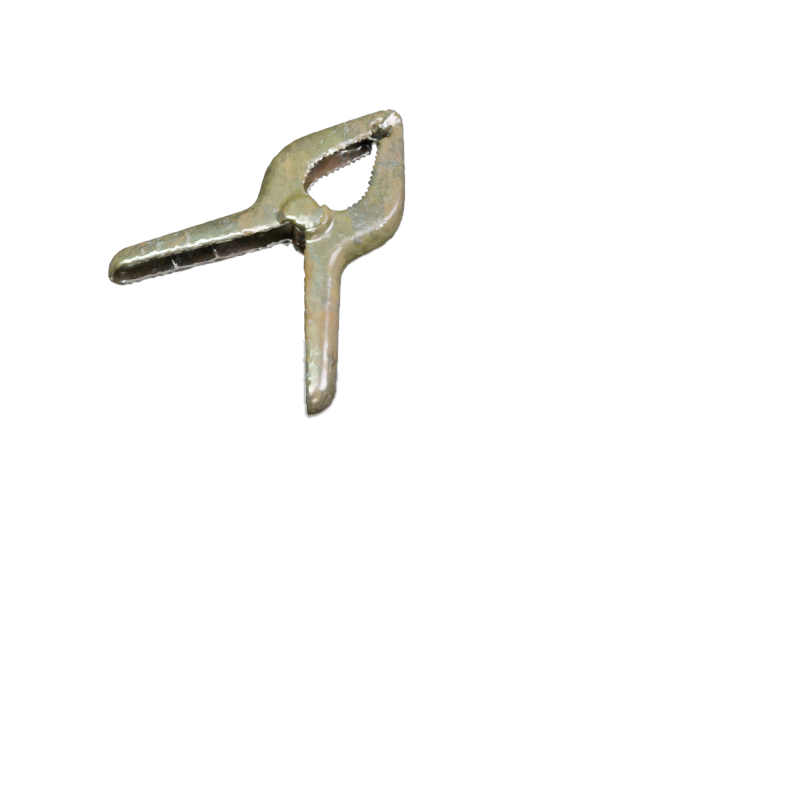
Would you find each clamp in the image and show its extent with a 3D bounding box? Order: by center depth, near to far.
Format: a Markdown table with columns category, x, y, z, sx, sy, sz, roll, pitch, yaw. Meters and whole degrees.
| category | x | y | z | sx | sy | sz | roll | pitch | yaw |
| --- | --- | --- | --- | --- | --- | --- | --- | --- | --- |
| clamp | -0.054 | -0.099 | 0.696 | 0.172 | 0.213 | 0.034 | 38 | -22 | 18 |
